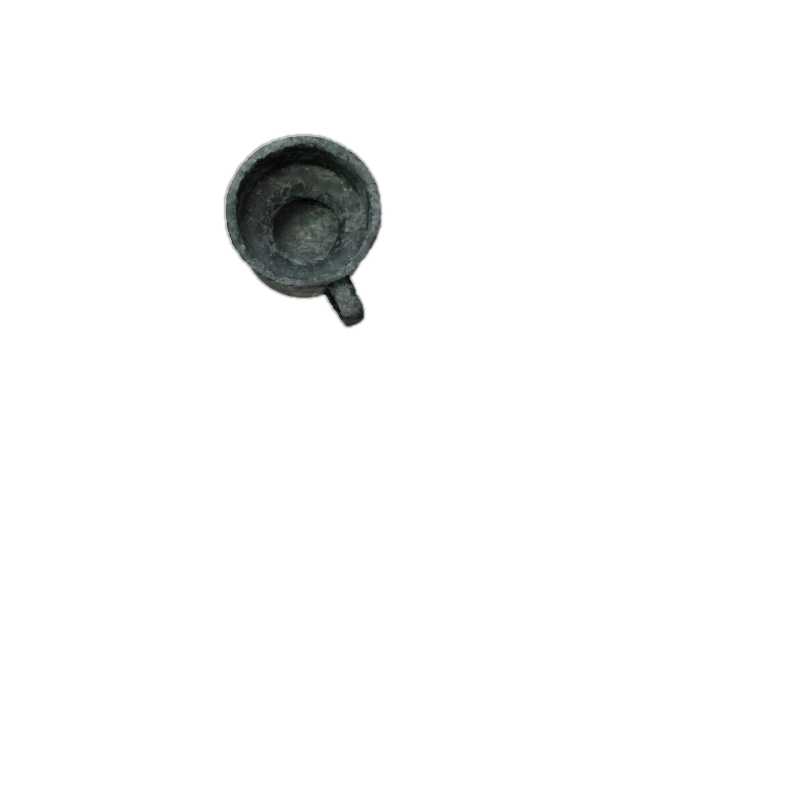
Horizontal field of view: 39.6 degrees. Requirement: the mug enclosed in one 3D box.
[{"bbox_3d":[-0.054,-0.099,0.691,0.093,0.120,0.079,-30,-8,-6],"label":"mug"}]
